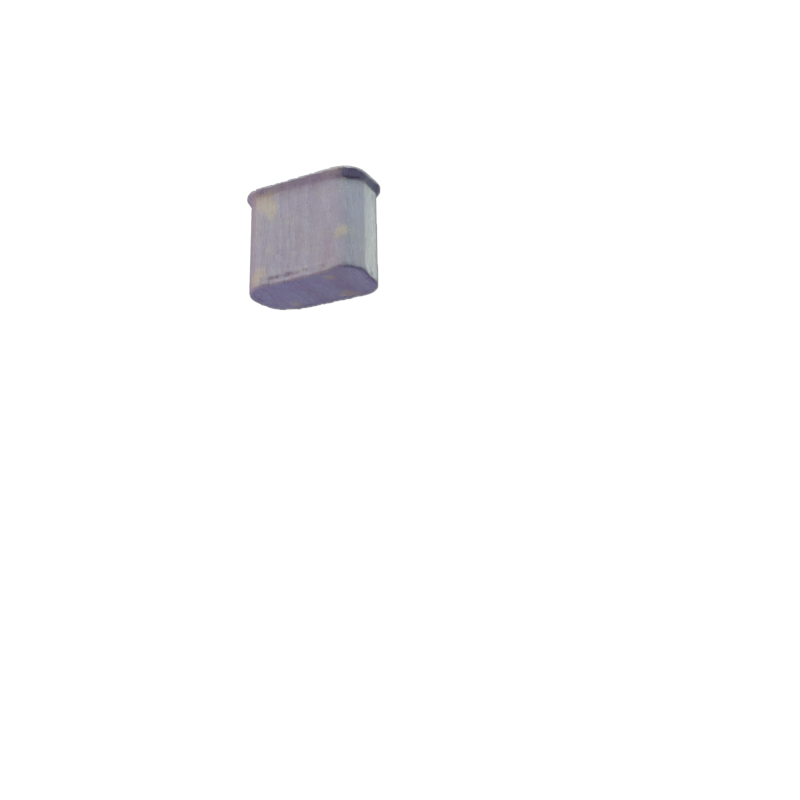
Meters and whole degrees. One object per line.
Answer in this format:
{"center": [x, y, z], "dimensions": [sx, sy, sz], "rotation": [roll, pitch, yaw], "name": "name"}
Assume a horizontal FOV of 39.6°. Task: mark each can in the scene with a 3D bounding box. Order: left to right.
{"center": [-0.066, -0.119, 0.837], "dimensions": [0.104, 0.088, 0.053], "rotation": [-12, -25, 25], "name": "can"}
